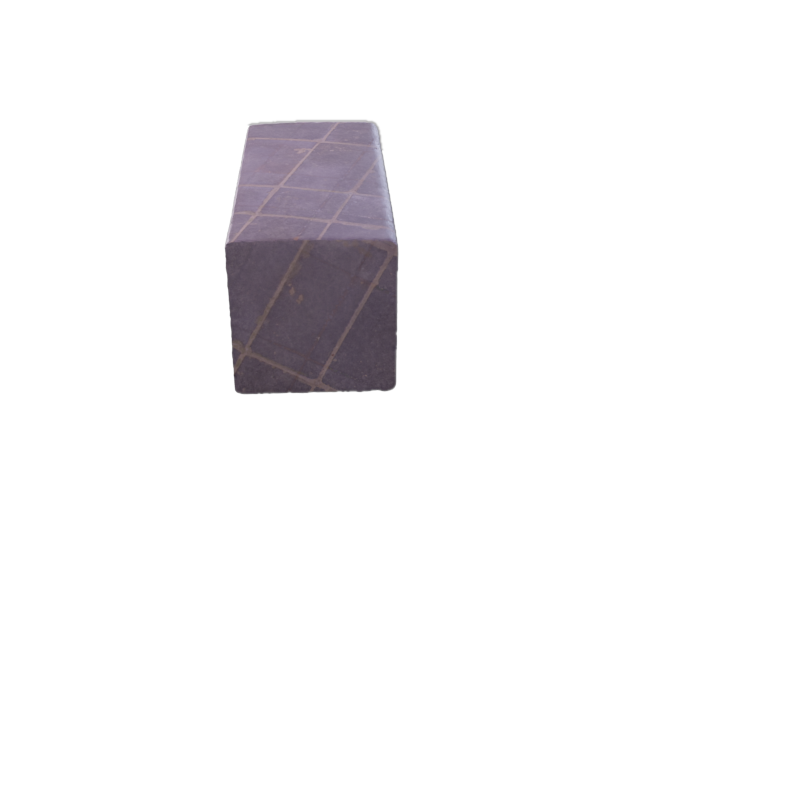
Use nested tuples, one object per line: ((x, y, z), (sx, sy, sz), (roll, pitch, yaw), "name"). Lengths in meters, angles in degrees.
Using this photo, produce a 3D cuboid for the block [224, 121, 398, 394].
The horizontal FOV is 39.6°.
((-0.052, -0.096, 0.672), (0.090, 0.086, 0.218), (-2, 29, -3), "block")
